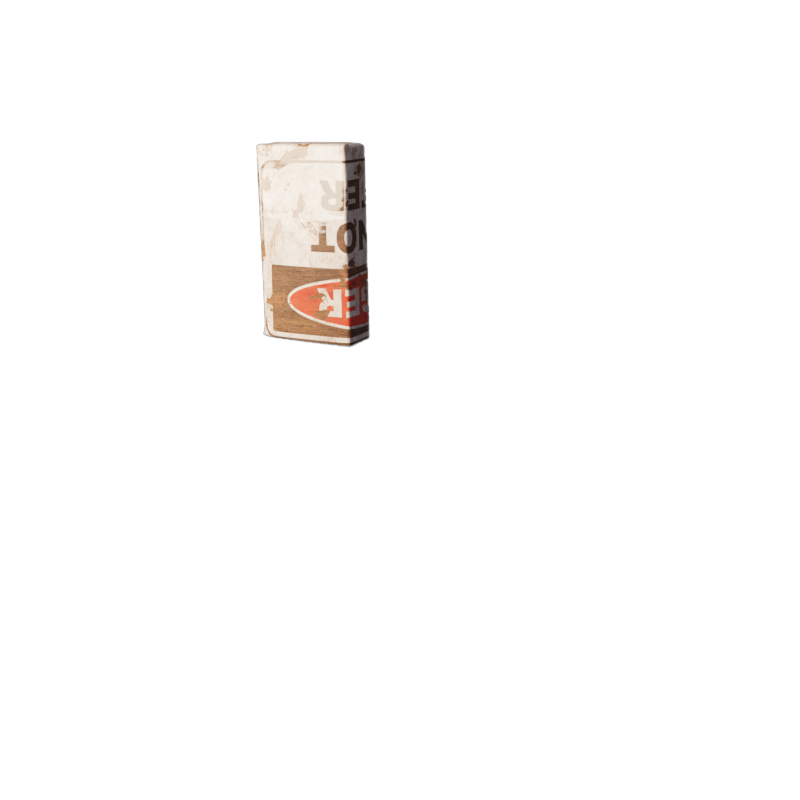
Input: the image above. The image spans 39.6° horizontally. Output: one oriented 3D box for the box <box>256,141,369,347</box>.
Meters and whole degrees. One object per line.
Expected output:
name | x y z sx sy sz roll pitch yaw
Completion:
box | -0.077 -0.140 0.983 0.097 0.173 0.047 5 8 29
